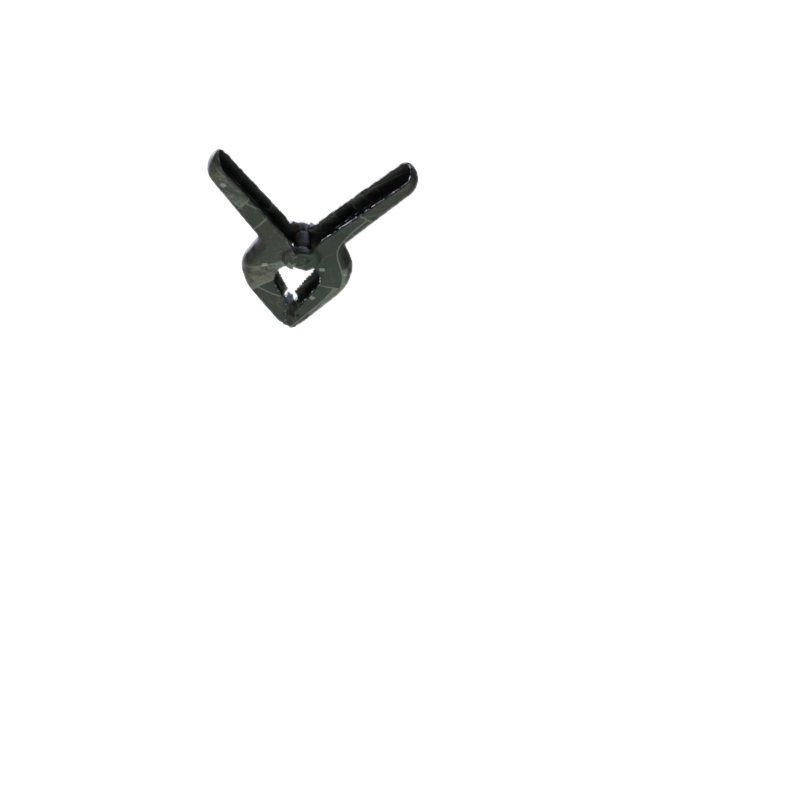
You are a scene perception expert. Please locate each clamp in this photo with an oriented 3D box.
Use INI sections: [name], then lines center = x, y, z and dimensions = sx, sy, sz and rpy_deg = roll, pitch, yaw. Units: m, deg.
[clamp]
center = -0.073, -0.133, 0.930
dimensions = 0.164, 0.039, 0.196
rpy_deg = 1, -35, -2
